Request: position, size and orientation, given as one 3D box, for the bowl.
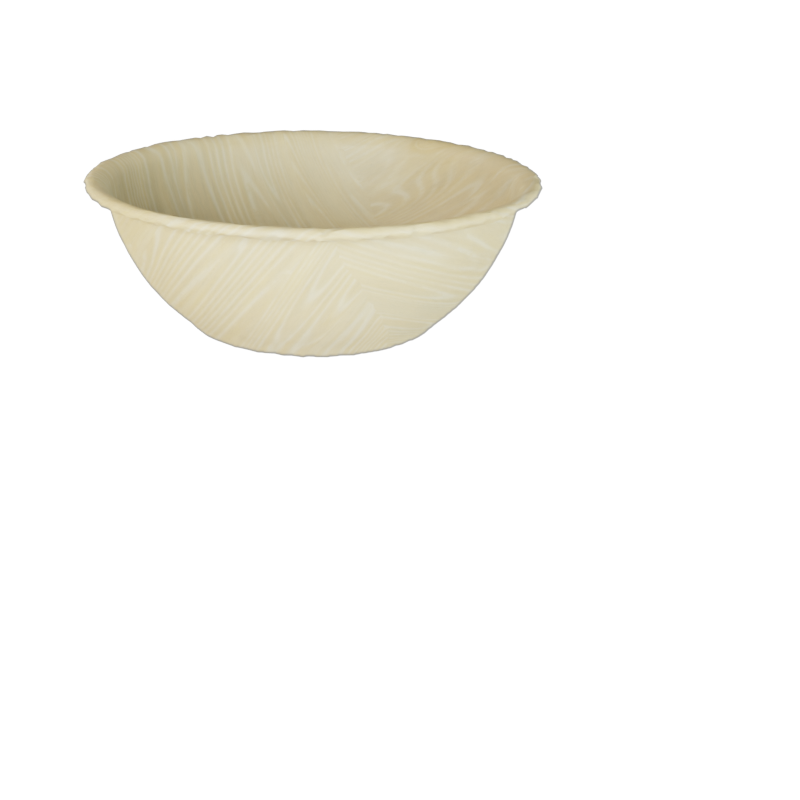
[{"bbox_3d":[-0.032,-0.058,0.405,0.162,0.053,0.170,-1,23,-2],"label":"bowl"}]
